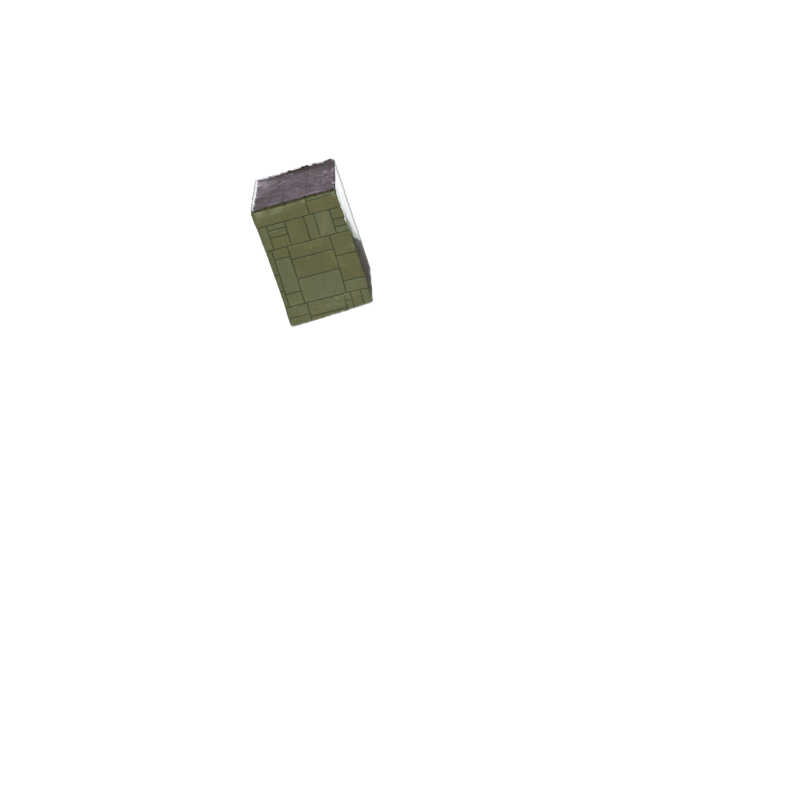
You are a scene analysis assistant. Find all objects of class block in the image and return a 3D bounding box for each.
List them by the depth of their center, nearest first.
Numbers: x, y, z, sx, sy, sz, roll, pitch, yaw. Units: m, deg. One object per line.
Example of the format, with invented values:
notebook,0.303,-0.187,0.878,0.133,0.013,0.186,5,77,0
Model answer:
block,-0.052,-0.094,0.659,0.053,0.073,0.054,-15,26,5
